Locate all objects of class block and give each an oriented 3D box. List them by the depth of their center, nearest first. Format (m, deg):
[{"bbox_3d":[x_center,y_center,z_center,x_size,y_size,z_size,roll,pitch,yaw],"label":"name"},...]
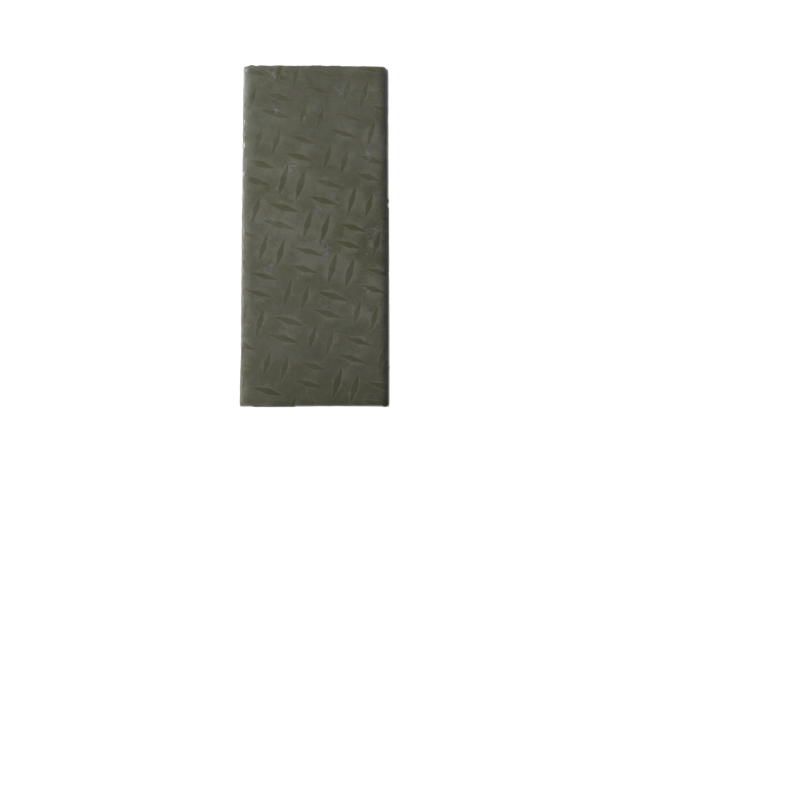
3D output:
[{"bbox_3d":[-0.054,-0.101,0.704,0.090,0.210,0.090,0,-6,-4],"label":"block"}]
